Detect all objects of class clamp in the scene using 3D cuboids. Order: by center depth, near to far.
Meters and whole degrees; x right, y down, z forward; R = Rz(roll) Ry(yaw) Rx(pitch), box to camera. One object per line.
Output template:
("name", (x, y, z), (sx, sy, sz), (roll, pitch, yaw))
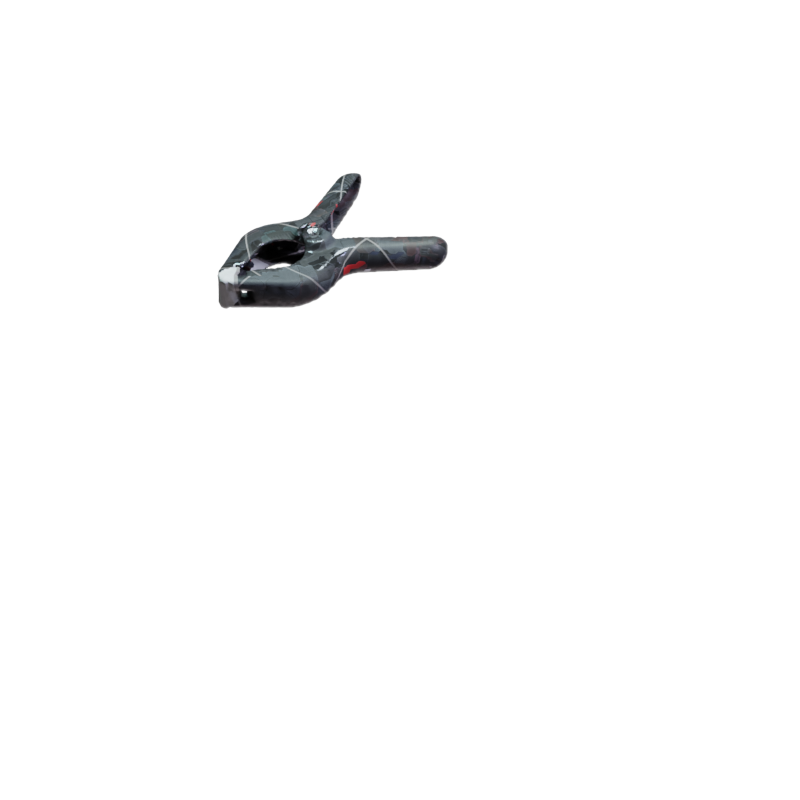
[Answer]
("clamp", (-0.065, -0.118, 0.827), (0.169, 0.037, 0.130), (-18, 40, -22))
